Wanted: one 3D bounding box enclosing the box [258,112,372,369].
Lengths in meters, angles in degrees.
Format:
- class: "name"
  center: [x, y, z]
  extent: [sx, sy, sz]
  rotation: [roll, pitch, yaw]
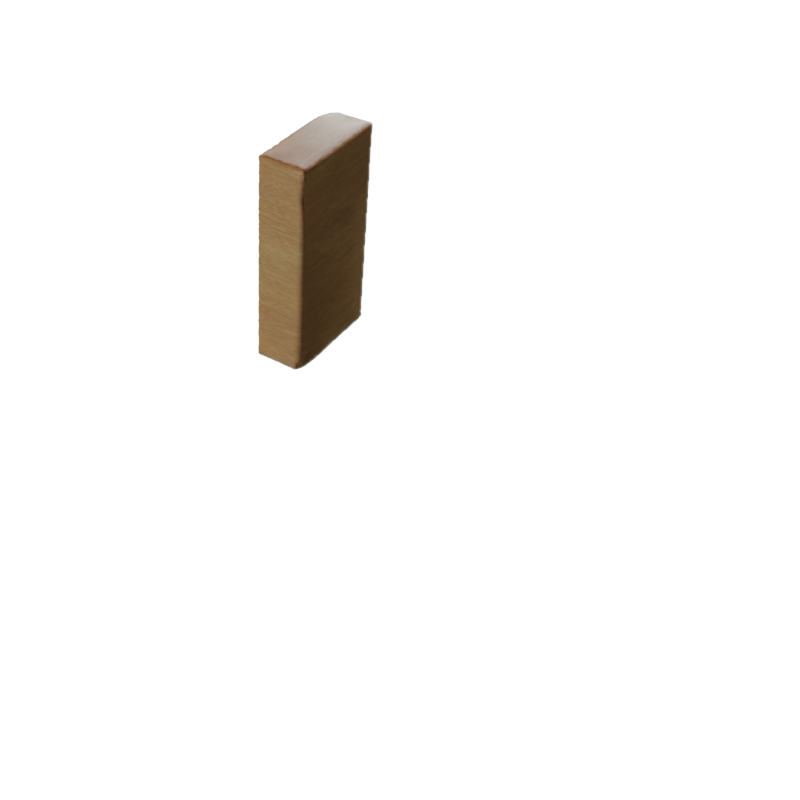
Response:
- class: "box"
  center: [-0.065, -0.119, 0.829]
  extent: [0.050, 0.165, 0.095]
  rotation: [20, 38, 24]
